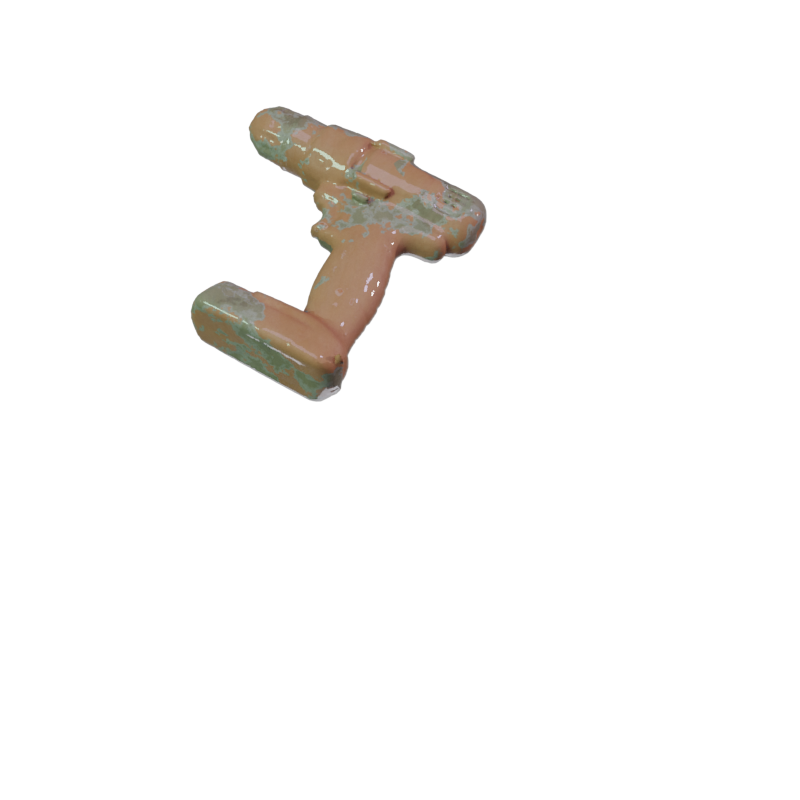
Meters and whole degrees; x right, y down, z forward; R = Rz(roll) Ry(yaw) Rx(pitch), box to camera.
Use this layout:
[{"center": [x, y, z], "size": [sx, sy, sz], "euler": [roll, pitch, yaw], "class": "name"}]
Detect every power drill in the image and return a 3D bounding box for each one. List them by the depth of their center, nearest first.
[{"center": [-0.058, -0.107, 0.747], "size": [0.191, 0.193, 0.054], "euler": [26, -28, 15], "class": "power drill"}]
